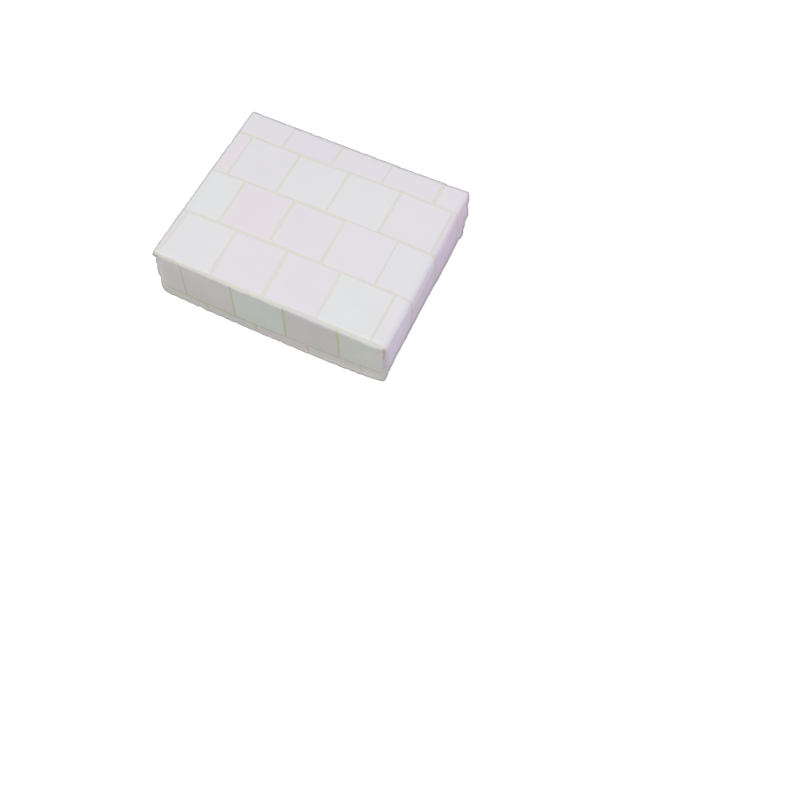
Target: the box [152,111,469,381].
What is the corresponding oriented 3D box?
[{"bbox_3d":[-0.039,-0.070,0.492,0.117,0.093,0.036,23,-28,13],"label":"box"}]
